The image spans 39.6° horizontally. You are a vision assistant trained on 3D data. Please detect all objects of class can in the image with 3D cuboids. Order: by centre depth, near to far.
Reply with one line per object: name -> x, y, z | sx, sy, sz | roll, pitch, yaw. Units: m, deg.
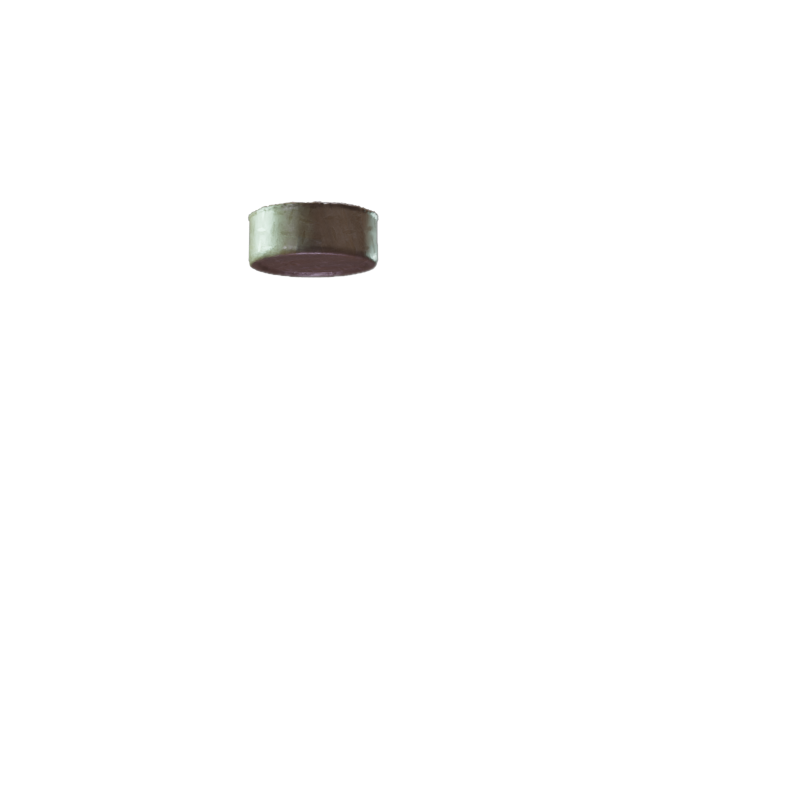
can -> -0.057, -0.104, 0.725 | 0.086, 0.034, 0.084 | 0, -5, -2
